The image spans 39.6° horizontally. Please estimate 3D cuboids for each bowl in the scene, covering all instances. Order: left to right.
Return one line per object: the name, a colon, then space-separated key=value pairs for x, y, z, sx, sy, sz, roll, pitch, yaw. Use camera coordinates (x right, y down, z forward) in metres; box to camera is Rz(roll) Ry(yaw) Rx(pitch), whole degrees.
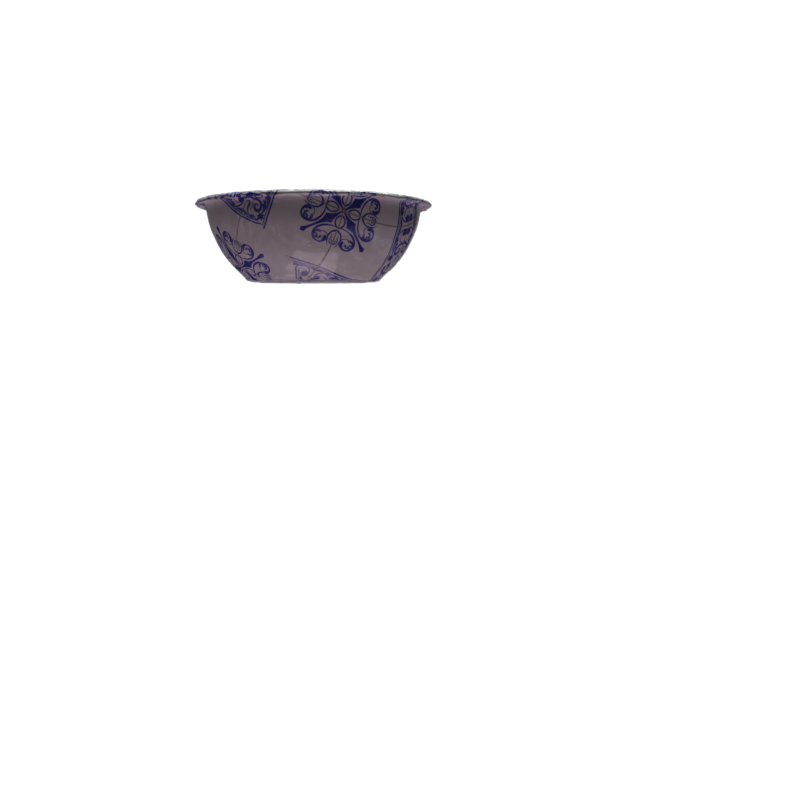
bowl: x=-0.059 y=-0.108 z=0.759 sx=0.162 sy=0.055 sz=0.162 roll=0 pitch=3 yaw=-2
